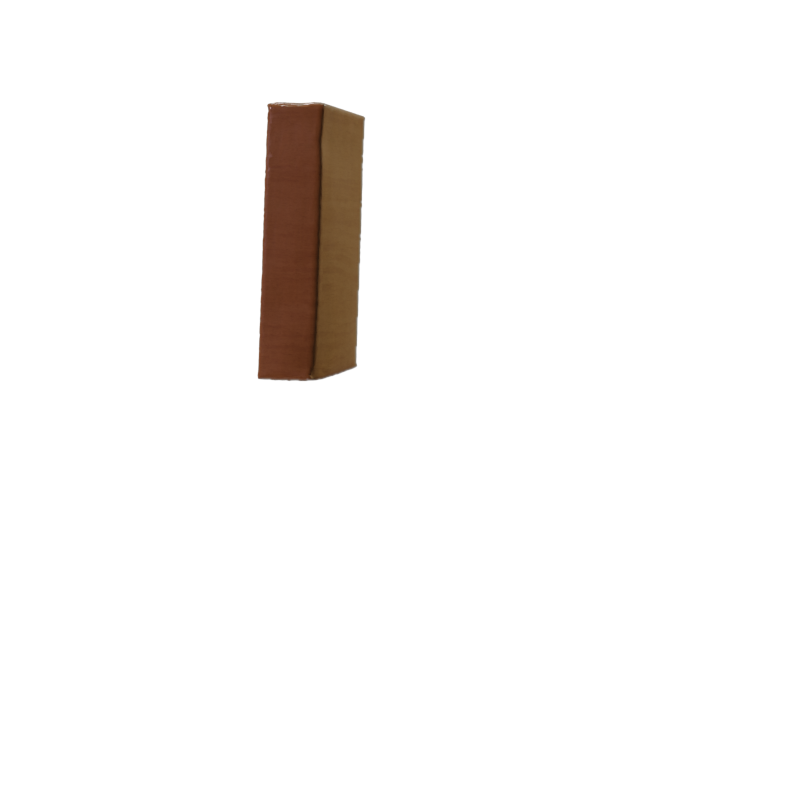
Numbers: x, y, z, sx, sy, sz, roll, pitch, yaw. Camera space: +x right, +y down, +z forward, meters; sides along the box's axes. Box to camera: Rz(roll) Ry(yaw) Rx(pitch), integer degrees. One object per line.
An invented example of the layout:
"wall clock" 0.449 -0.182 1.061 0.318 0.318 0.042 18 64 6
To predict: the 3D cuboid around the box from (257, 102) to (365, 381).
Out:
"box" -0.058 -0.105 0.735 0.049 0.176 0.091 0 2 16
